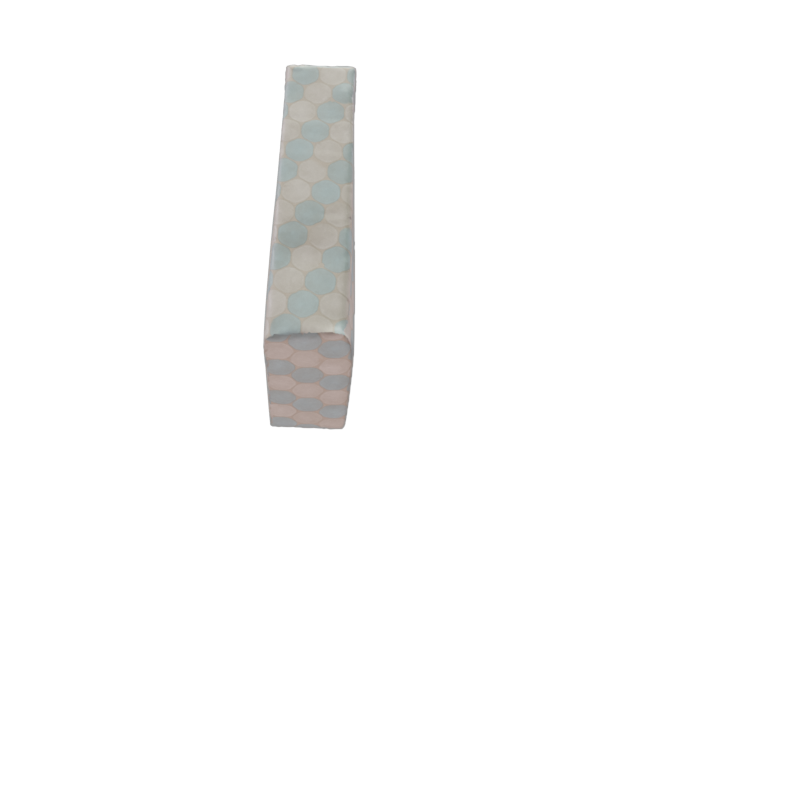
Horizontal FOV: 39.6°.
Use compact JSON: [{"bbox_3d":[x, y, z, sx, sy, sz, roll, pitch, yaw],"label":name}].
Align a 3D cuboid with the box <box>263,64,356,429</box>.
[{"bbox_3d":[-0.047,-0.084,0.592,0.048,0.188,0.087,0,-33,-4],"label":"box"}]
